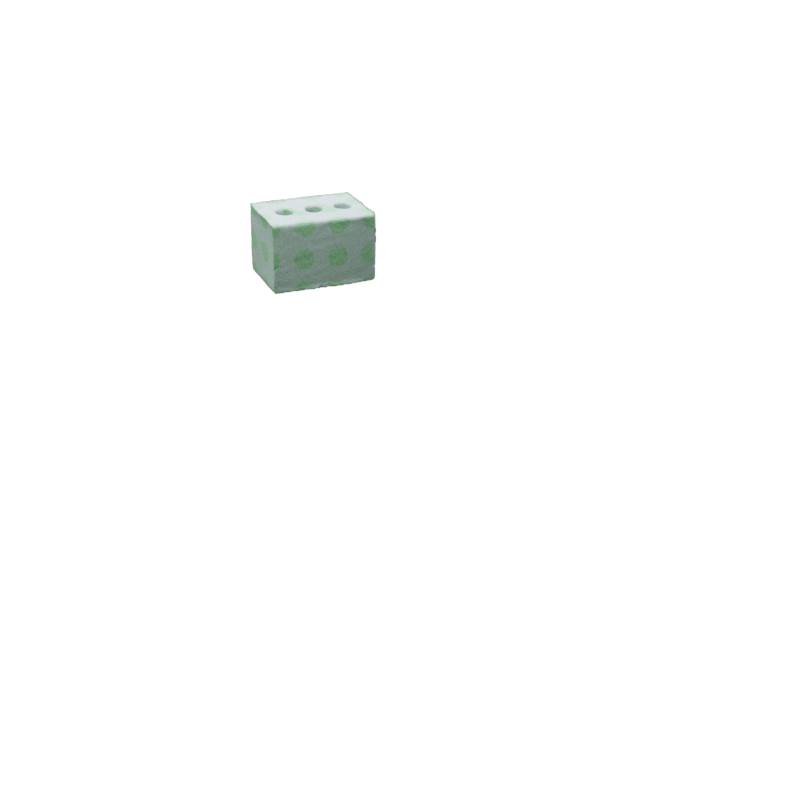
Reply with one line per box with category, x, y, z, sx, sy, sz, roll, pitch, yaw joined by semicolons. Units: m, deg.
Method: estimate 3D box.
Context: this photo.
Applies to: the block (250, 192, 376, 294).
block;-0.061;-0.112;0.785;0.076;0.049;0.056;-10;27;-21
